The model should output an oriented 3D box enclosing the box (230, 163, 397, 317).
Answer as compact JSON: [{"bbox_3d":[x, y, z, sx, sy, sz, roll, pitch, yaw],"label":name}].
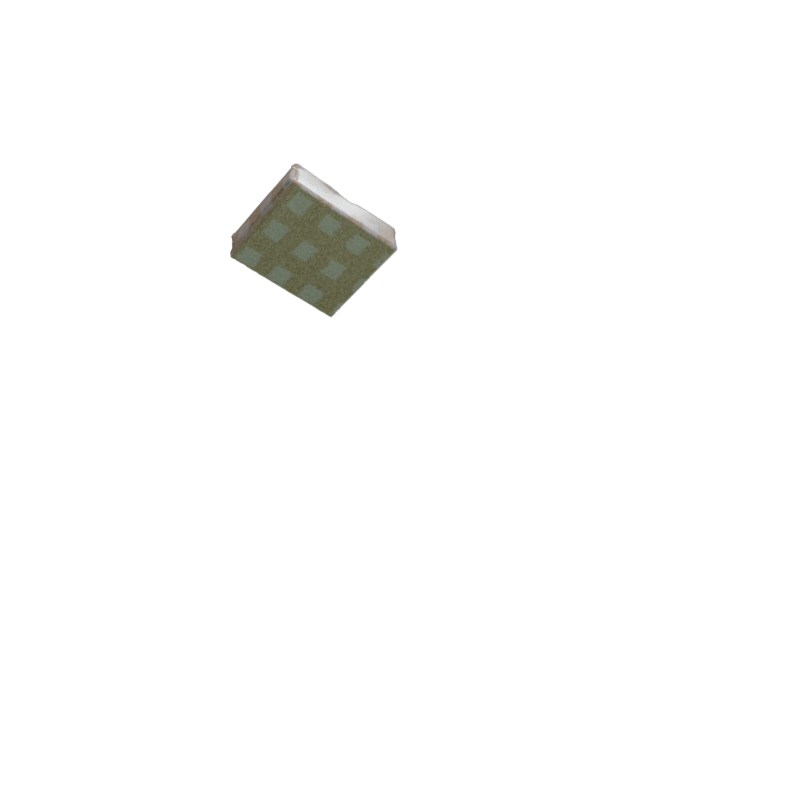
[{"bbox_3d":[-0.059,-0.107,0.749,0.085,0.072,0.032,32,30,-22],"label":"box"}]
